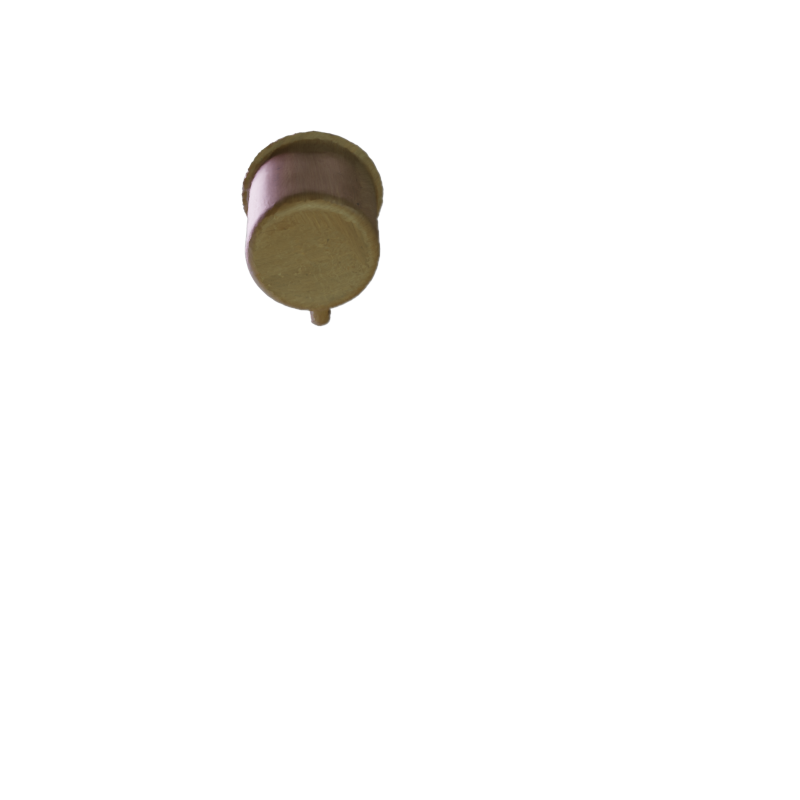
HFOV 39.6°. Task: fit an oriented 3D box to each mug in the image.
[{"bbox_3d":[-0.055,-0.100,0.699,0.093,0.110,0.087,-1,34,-1],"label":"mug"}]
